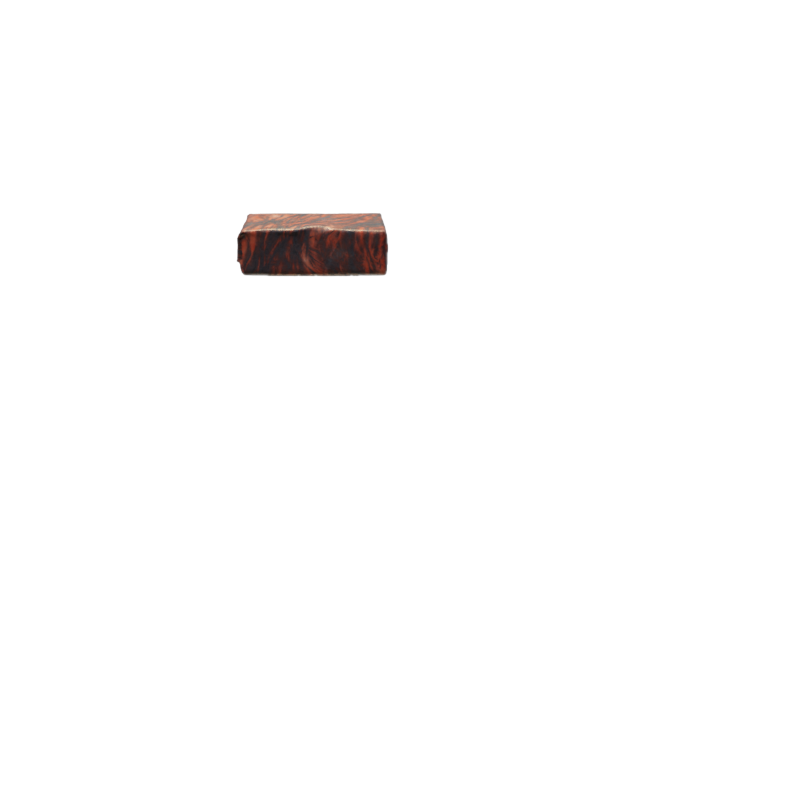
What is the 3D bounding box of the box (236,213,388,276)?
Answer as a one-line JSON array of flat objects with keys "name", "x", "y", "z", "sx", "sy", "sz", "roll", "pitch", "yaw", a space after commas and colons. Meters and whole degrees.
[{"name": "box", "x": -0.054, "y": -0.098, "z": 0.686, "sx": 0.089, "sy": 0.029, "sz": 0.075, "roll": 0, "pitch": 16, "yaw": -1}]
